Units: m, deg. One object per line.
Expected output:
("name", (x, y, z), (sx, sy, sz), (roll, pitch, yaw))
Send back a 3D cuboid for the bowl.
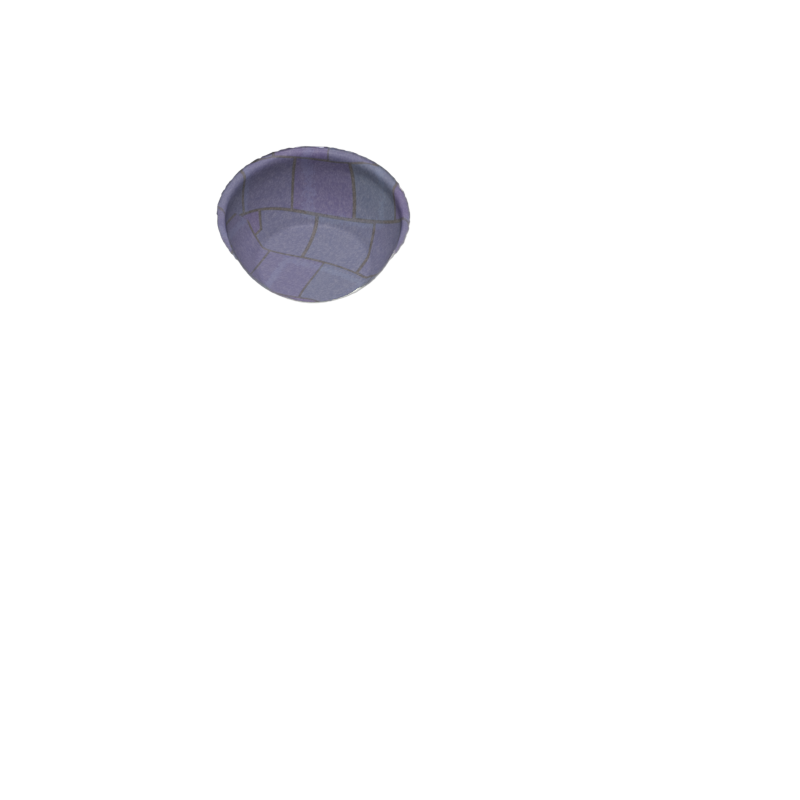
("bowl", (-0.071, -0.129, 0.906), (0.162, 0.059, 0.151), (1, -41, -1))
